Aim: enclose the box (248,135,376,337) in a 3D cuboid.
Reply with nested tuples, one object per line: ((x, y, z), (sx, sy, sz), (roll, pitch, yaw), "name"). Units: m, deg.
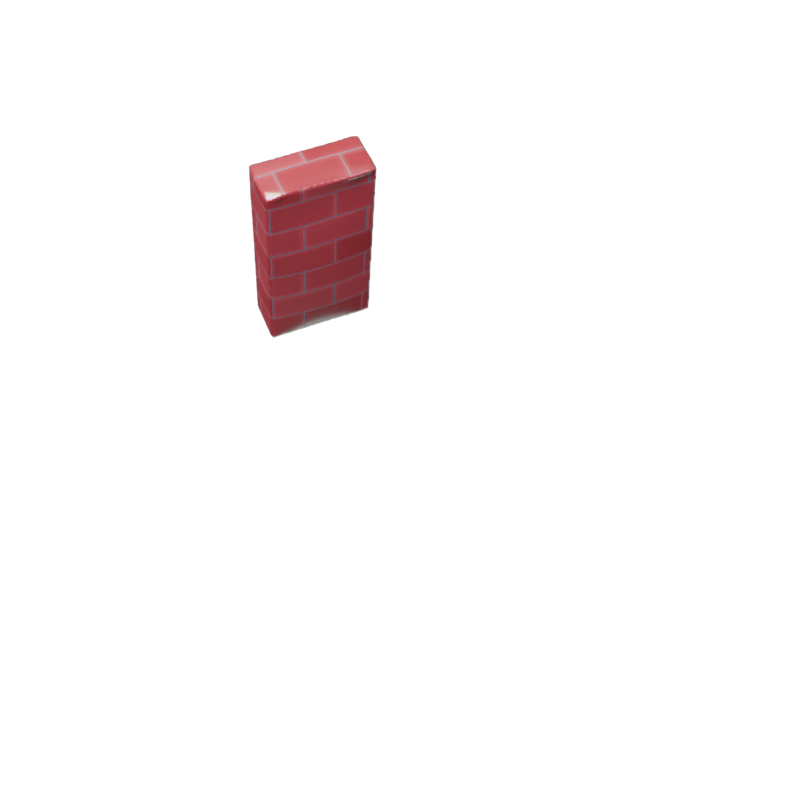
((-0.071, -0.128, 0.902), (0.093, 0.052, 0.165), (-18, -30, -15), "box")
